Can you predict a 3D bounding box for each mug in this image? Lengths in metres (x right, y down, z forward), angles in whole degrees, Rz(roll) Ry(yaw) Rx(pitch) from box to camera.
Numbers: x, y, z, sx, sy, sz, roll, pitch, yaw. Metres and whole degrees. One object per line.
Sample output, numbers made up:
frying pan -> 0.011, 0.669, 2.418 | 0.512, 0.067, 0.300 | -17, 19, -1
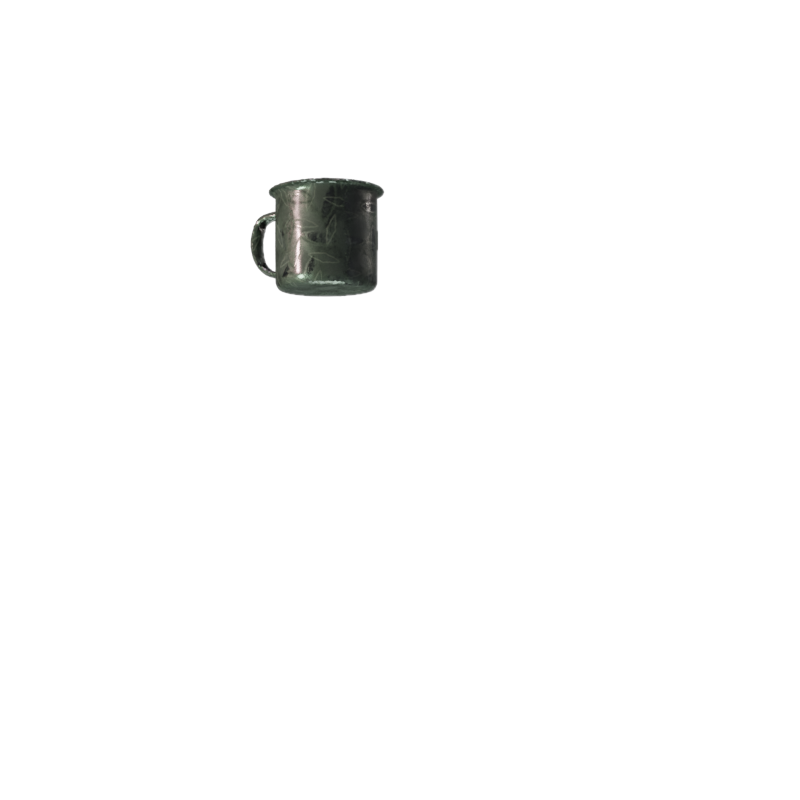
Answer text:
mug -> -0.070, -0.127, 0.891 | 0.120, 0.083, 0.089 | -3, -6, 26
